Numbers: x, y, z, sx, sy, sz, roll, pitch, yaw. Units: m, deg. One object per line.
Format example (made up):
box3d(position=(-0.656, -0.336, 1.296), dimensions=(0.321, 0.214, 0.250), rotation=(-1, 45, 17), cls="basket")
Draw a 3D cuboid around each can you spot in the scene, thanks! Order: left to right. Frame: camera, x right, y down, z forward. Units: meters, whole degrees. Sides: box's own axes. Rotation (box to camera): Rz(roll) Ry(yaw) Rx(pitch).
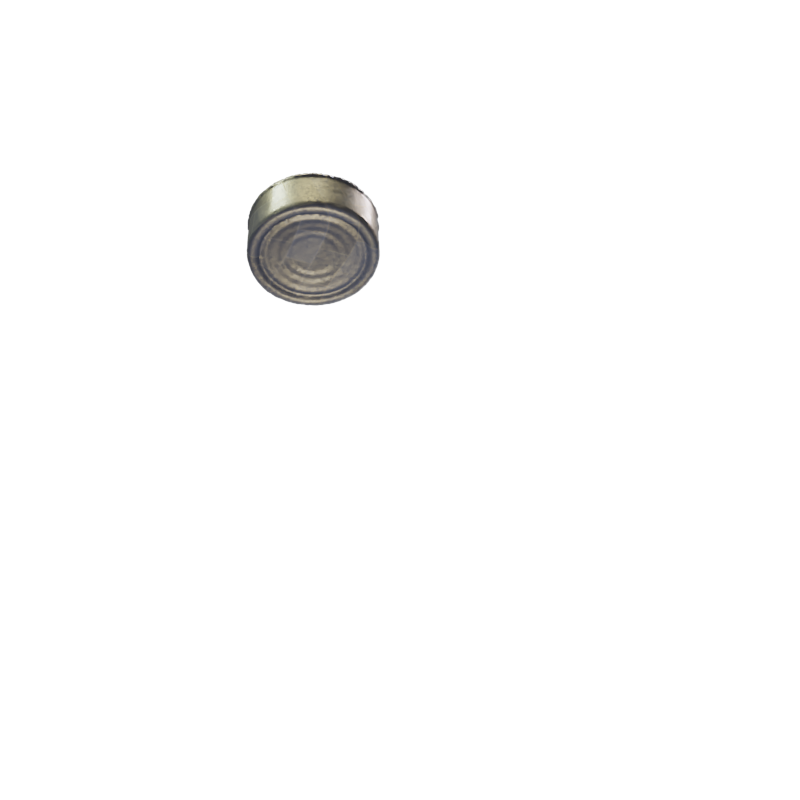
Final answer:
box3d(position=(-0.056, -0.102, 0.712), dimensions=(0.086, 0.080, 0.036), rotation=(1, 43, -1), cls="can")
